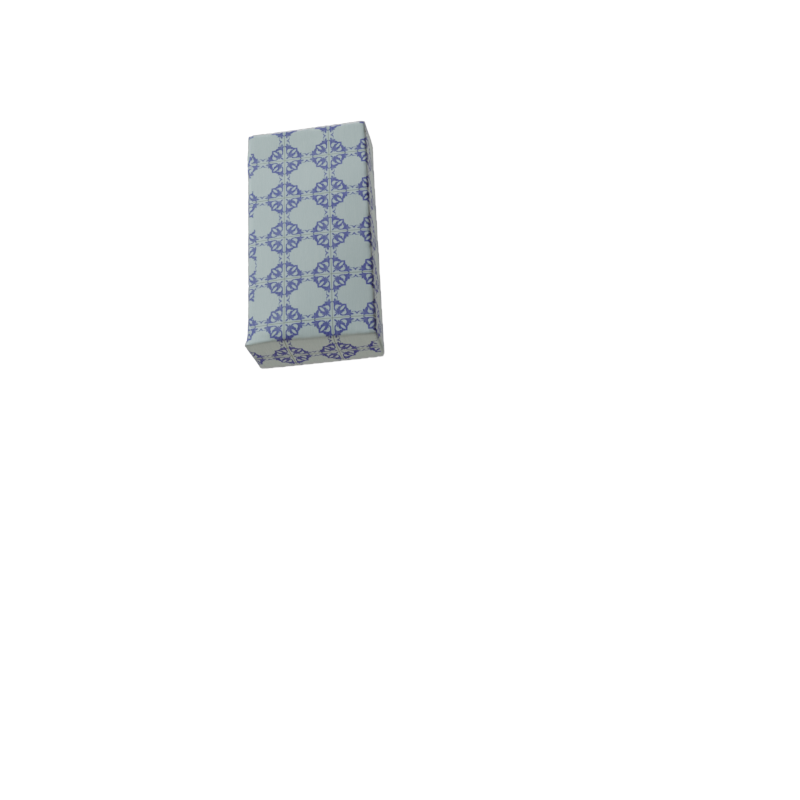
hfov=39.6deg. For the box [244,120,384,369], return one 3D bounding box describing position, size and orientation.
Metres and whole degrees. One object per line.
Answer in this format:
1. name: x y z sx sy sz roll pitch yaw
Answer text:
1. box: -0.063 -0.115 0.806 0.094 0.187 0.045 -7 -29 9
